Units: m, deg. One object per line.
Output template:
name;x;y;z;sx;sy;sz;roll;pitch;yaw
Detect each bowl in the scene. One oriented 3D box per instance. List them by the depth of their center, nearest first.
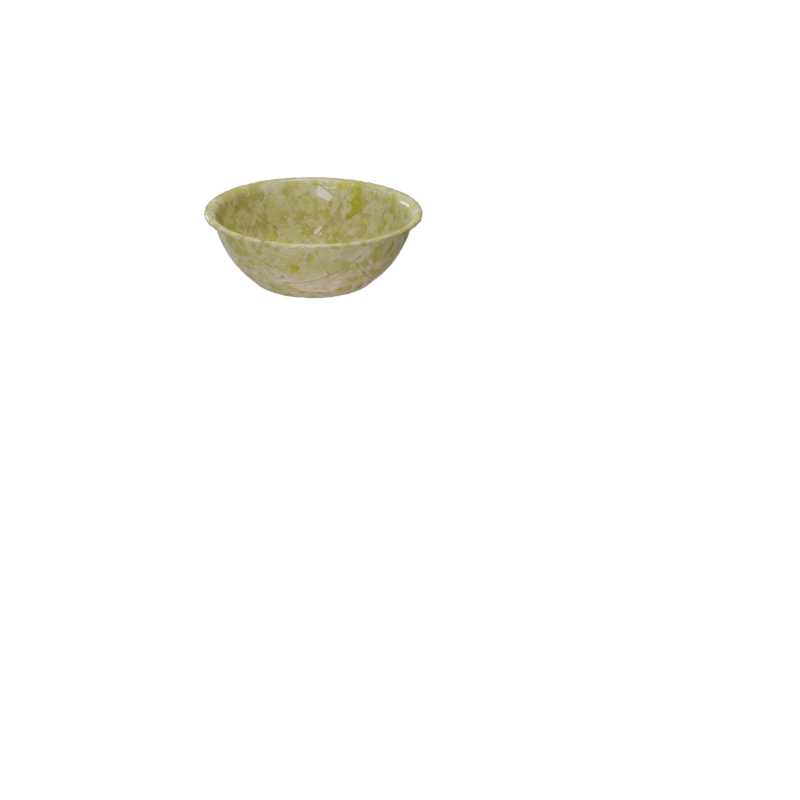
bowl;-0.065;-0.118;0.828;0.162;0.052;0.171;-1;26;-2
